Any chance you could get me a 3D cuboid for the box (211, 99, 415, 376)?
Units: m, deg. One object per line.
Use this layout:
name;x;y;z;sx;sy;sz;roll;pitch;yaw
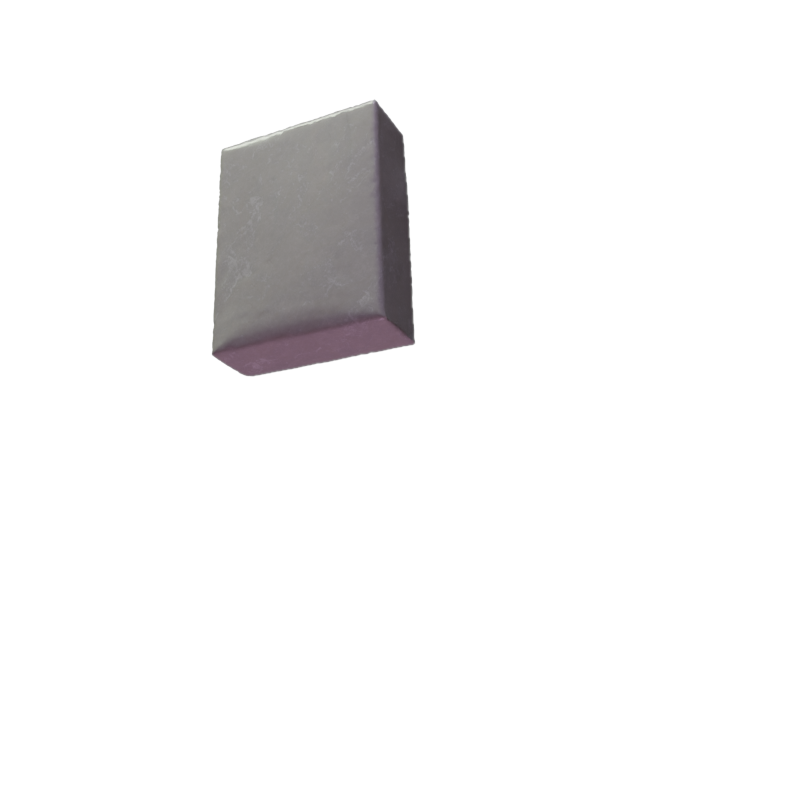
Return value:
box;-0.076;-0.140;0.977;0.166;0.227;0.067;-13;-30;23
